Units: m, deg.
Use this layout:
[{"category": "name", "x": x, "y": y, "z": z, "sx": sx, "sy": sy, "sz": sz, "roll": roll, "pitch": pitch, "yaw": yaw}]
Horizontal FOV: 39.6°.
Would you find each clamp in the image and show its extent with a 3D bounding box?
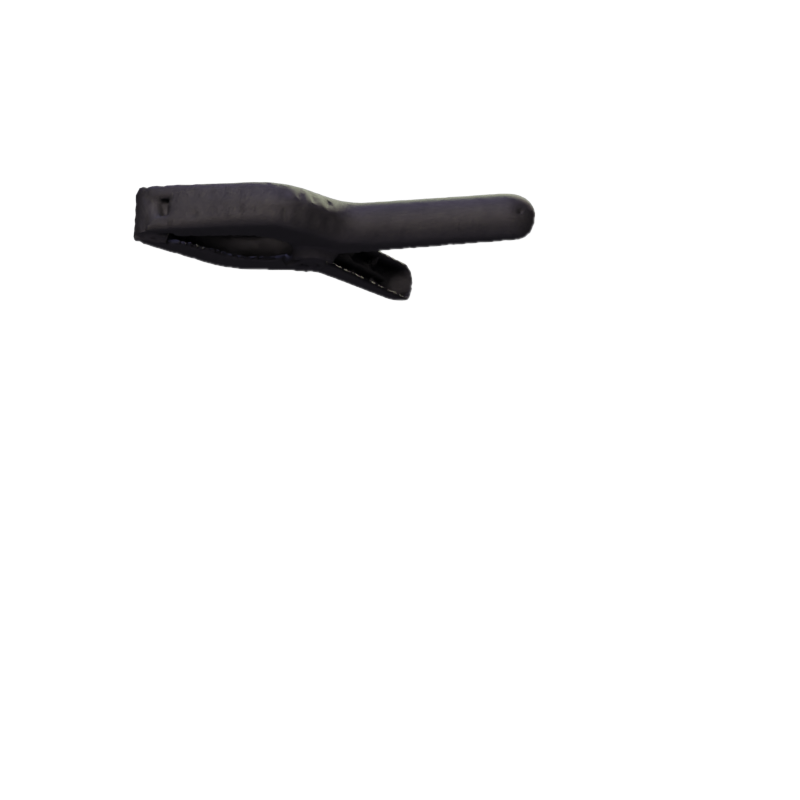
[{"category": "clamp", "x": -0.050, "y": -0.092, "z": 0.644, "sx": 0.206, "sy": 0.038, "sz": 0.162, "roll": 3, "pitch": -12, "yaw": -15}]
